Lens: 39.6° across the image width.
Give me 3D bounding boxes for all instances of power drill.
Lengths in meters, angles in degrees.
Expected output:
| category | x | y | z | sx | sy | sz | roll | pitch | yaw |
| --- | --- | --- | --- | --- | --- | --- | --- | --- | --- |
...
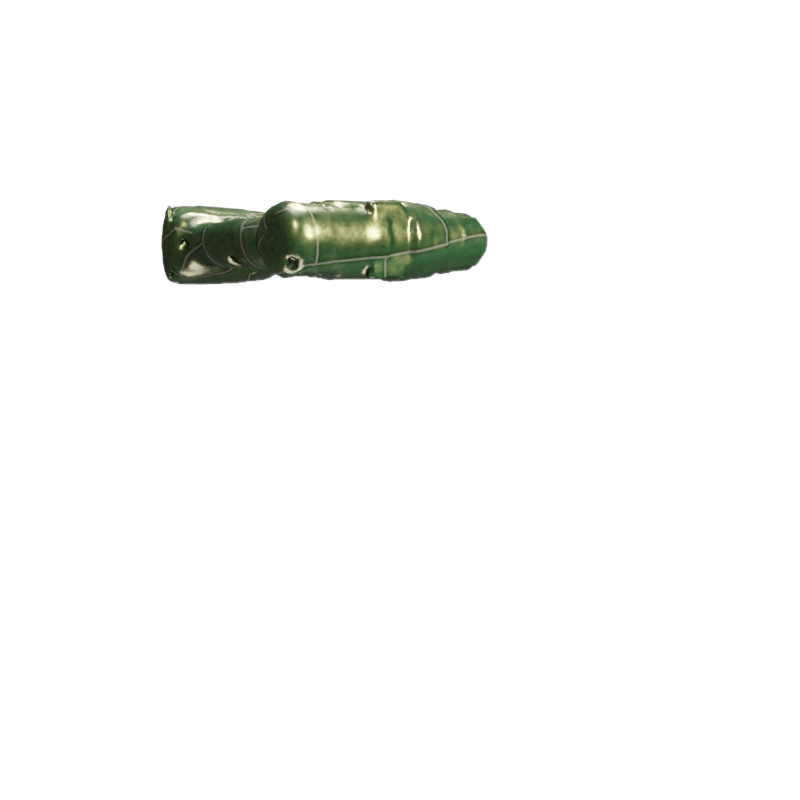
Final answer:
| category | x | y | z | sx | sy | sz | roll | pitch | yaw |
| --- | --- | --- | --- | --- | --- | --- | --- | --- | --- |
| power drill | -0.059 | -0.108 | 0.757 | 0.177 | 0.057 | 0.195 | -4 | 5 | -43 |
